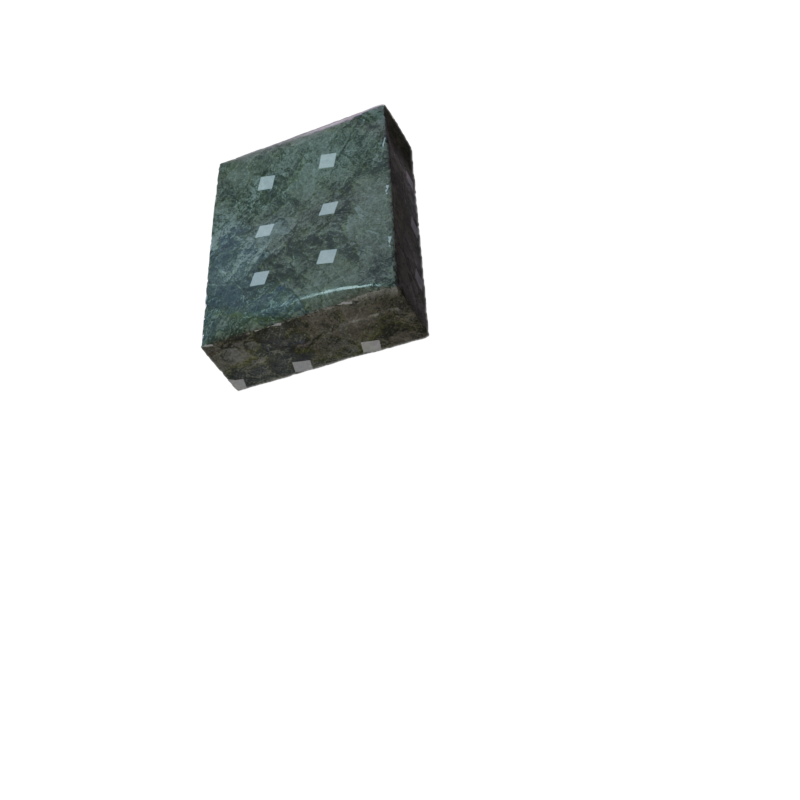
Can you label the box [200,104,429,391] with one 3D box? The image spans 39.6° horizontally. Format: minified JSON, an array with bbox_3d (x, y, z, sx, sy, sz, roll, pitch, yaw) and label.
[{"bbox_3d":[-0.071,-0.129,0.901,0.165,0.229,0.066,-17,-42,16],"label":"box"}]
